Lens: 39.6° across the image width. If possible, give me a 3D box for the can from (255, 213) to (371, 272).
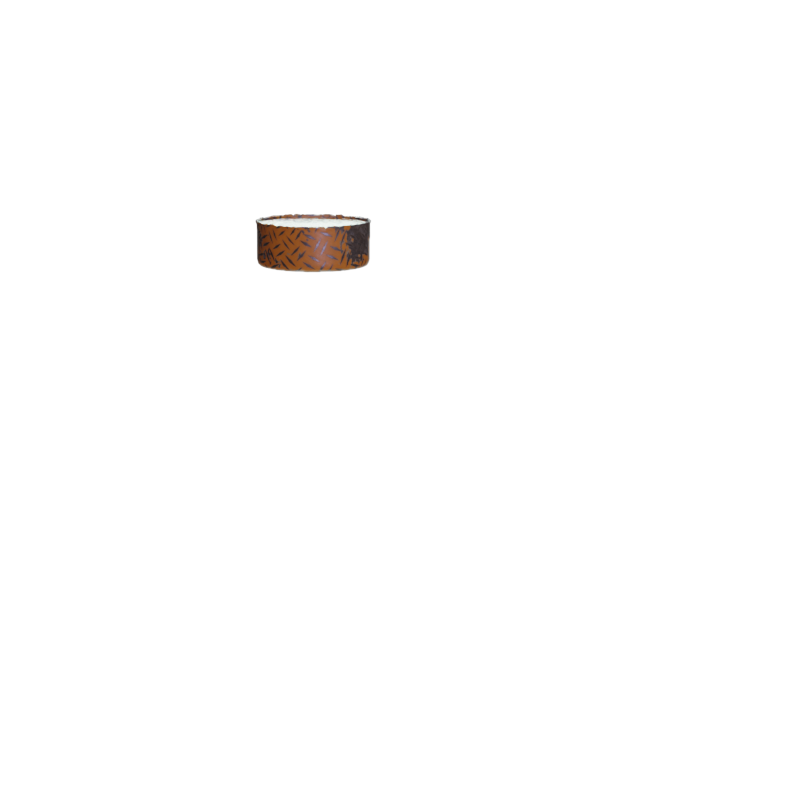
[{"bbox_3d":[-0.065,-0.118,0.827,0.086,0.033,0.088,0,14,-2],"label":"can"}]
